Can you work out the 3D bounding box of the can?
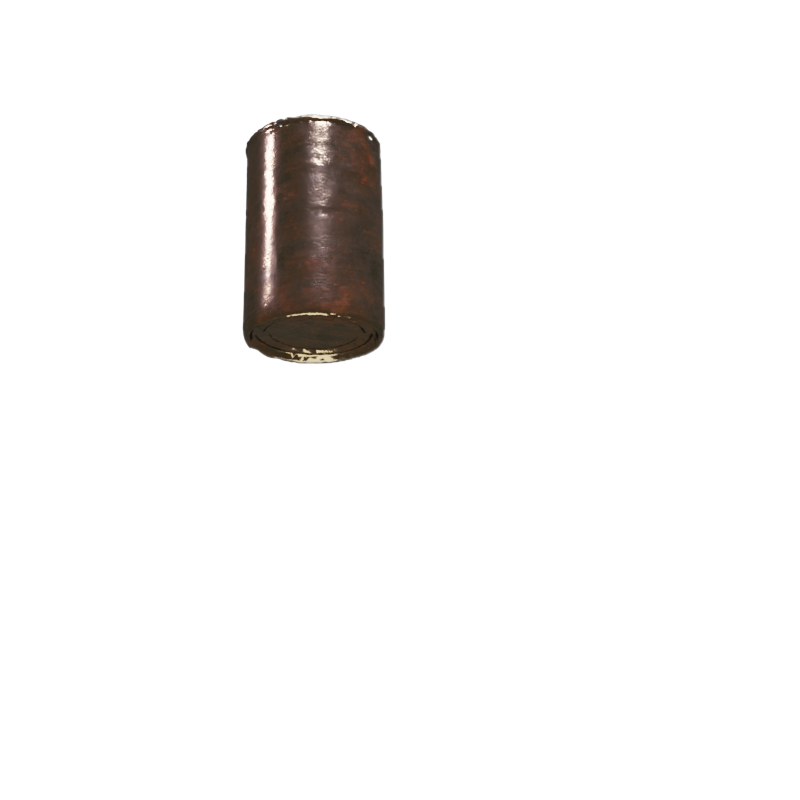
[{"bbox_3d":[-0.042,-0.076,0.534,0.068,0.108,0.065,0,-23,-2],"label":"can"}]
